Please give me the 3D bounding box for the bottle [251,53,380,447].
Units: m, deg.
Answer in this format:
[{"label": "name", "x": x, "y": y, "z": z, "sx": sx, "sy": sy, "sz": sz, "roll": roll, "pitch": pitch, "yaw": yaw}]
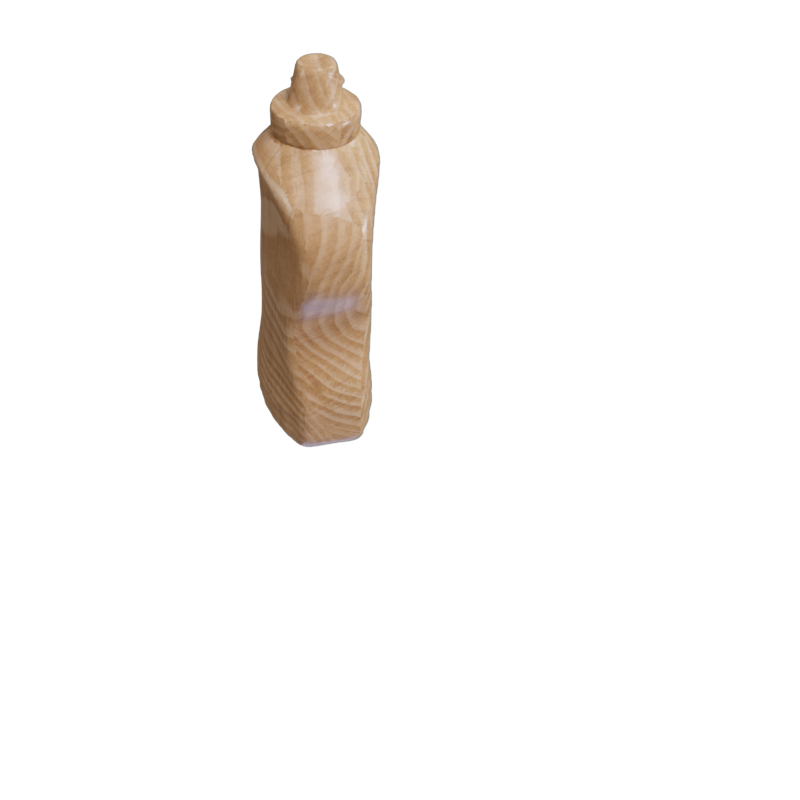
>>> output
[{"label": "bottle", "x": -0.041, "y": -0.076, "z": 0.535, "sx": 0.058, "sy": 0.179, "sz": 0.104, "roll": -6, "pitch": 39, "yaw": -11}]
